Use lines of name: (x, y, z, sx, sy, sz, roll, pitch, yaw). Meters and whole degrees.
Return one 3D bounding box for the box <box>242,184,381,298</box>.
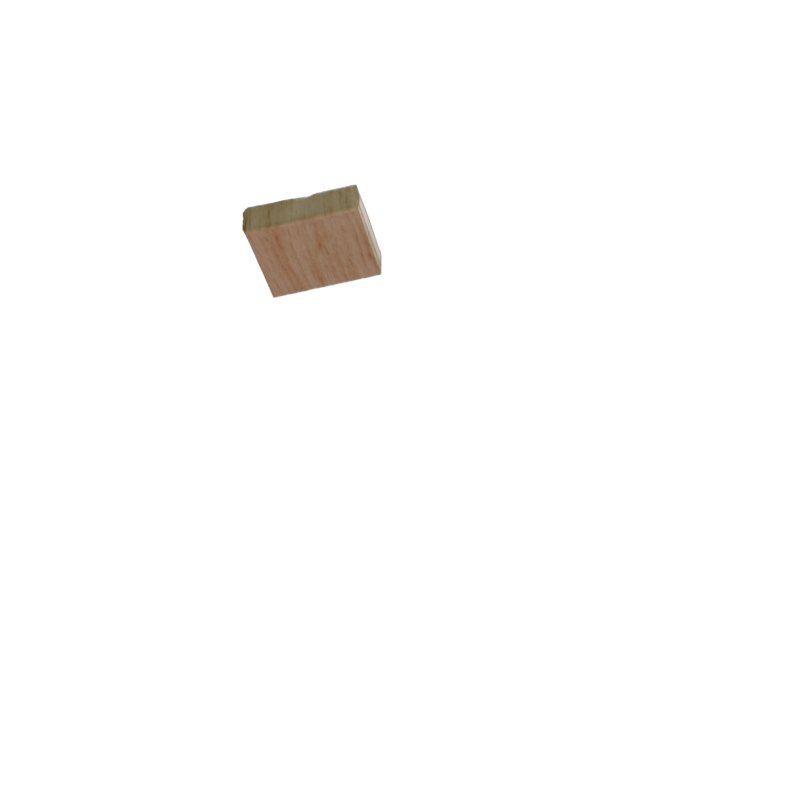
box: (-0.065, -0.118, 0.830, 0.090, 0.032, 0.067, -10, -43, 11)
